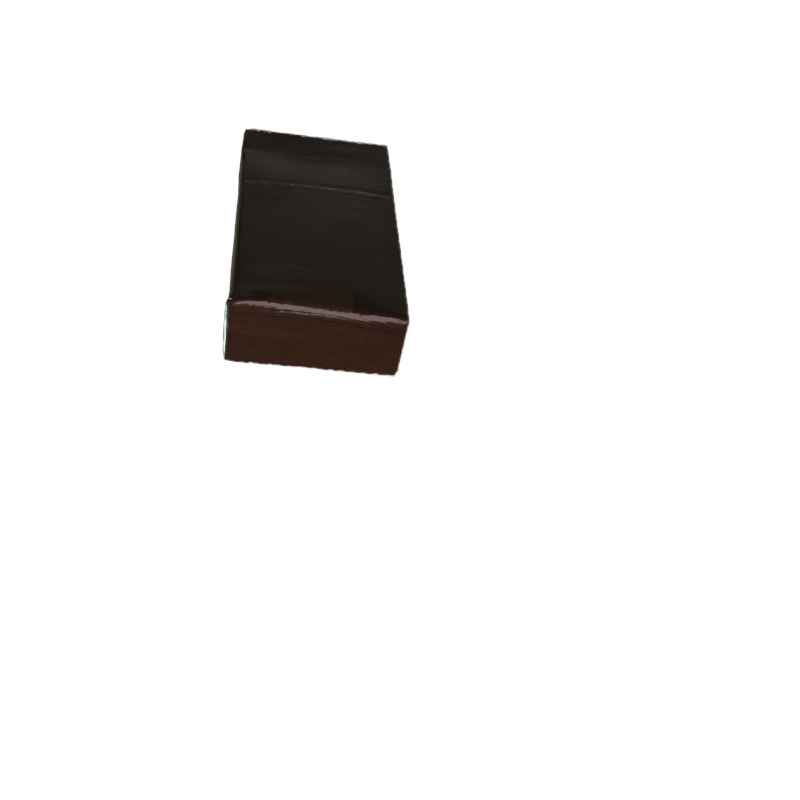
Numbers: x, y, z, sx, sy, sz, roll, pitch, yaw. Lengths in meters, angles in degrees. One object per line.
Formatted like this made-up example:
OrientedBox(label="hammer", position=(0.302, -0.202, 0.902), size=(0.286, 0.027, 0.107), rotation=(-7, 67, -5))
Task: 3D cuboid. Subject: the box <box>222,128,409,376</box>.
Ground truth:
OrientedBox(label="box", position=(-0.049, -0.089, 0.628), size=(0.092, 0.045, 0.189), rotation=(5, 37, -7))
